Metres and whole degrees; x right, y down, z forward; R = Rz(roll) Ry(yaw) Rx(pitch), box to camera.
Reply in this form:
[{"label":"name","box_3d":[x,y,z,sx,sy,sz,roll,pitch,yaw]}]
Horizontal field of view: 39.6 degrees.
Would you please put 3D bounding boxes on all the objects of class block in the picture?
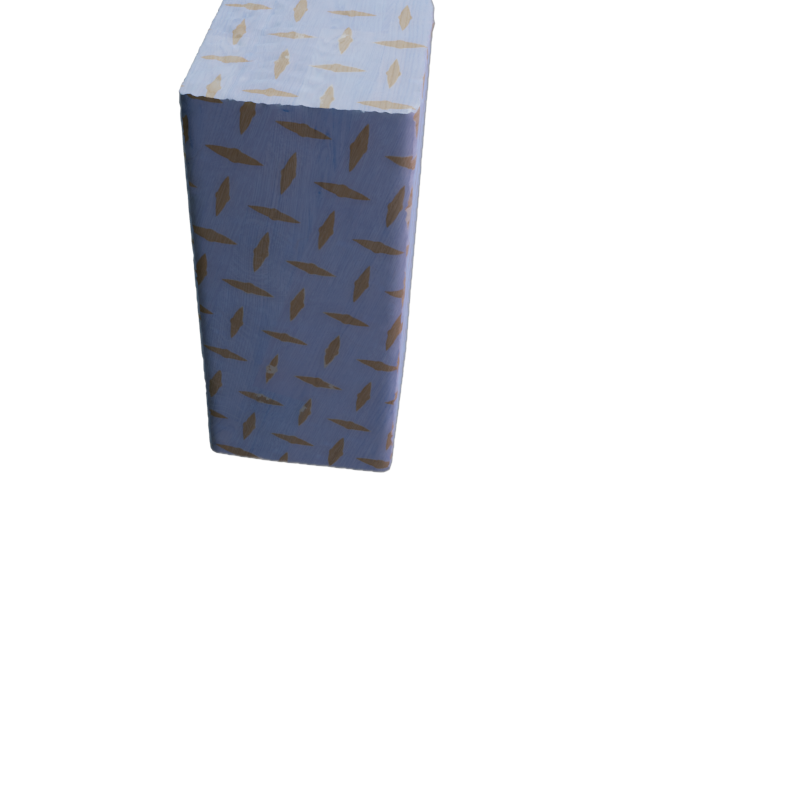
[{"label":"block","box_3d":[-0.038,-0.071,0.498,0.091,0.192,0.096,7,44,3]}]
